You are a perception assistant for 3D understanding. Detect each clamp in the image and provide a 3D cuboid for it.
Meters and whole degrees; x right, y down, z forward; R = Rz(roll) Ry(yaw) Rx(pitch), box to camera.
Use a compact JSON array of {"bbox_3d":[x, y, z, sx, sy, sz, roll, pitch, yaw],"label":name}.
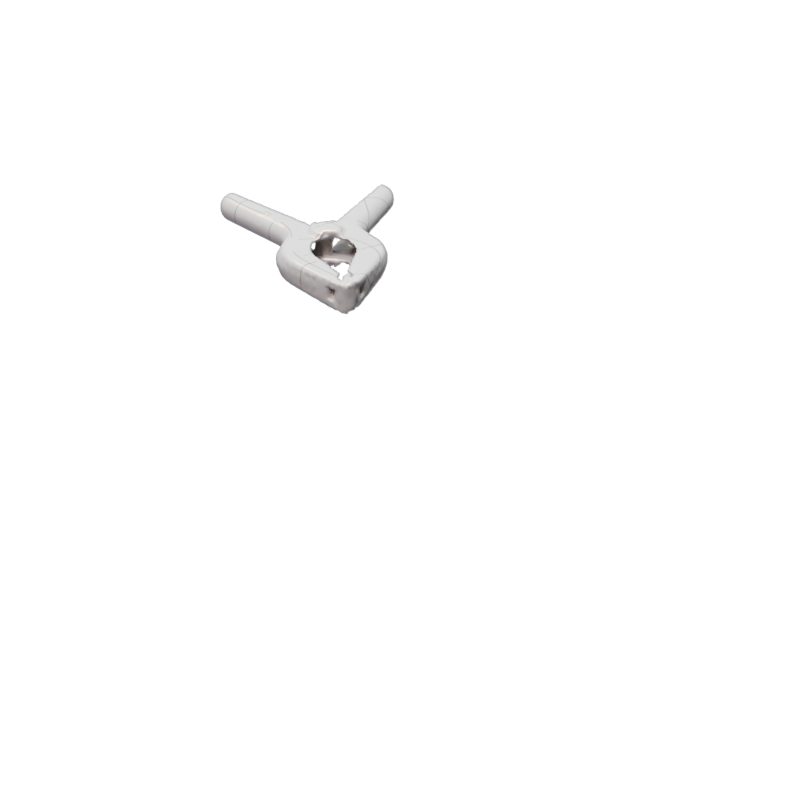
[{"bbox_3d":[-0.076,-0.139,0.973,0.164,0.034,0.224,-3,32,-5],"label":"clamp"}]
